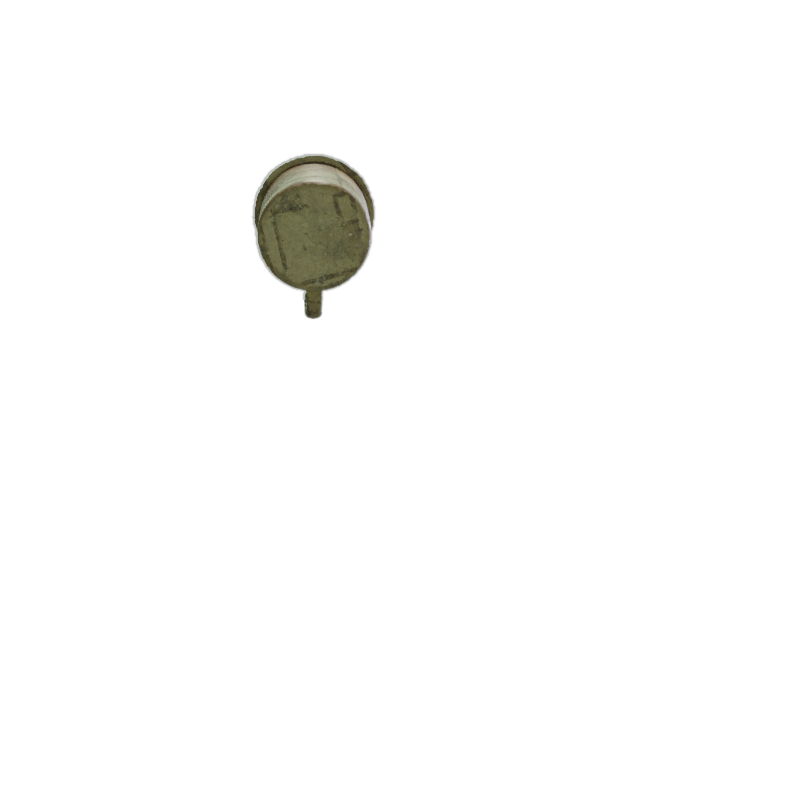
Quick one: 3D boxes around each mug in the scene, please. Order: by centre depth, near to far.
[{"bbox_3d":[-0.064,-0.117,0.820,0.093,0.113,0.085,3,16,-3],"label":"mug"}]
